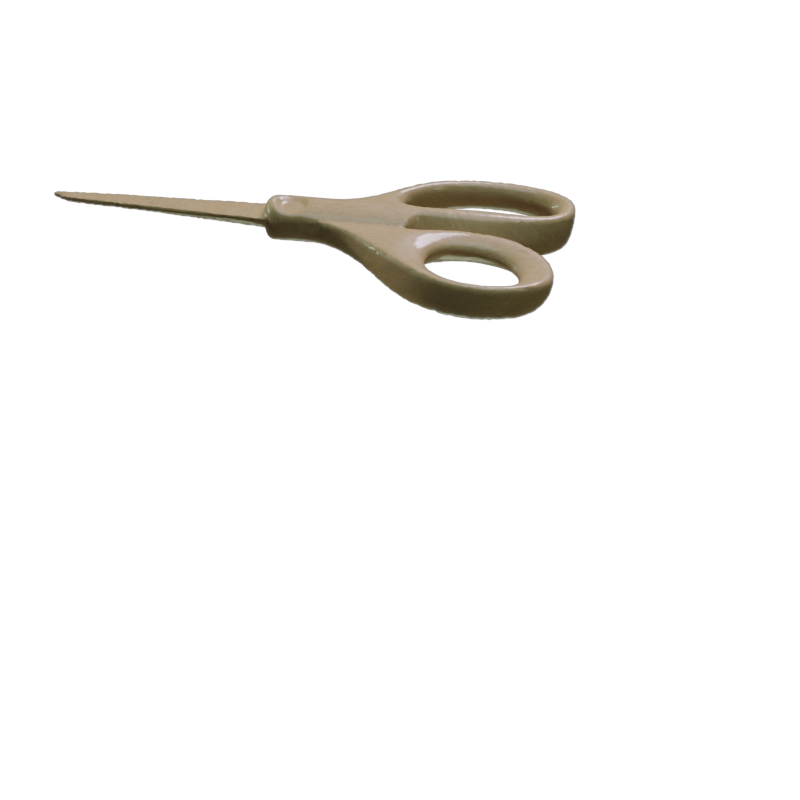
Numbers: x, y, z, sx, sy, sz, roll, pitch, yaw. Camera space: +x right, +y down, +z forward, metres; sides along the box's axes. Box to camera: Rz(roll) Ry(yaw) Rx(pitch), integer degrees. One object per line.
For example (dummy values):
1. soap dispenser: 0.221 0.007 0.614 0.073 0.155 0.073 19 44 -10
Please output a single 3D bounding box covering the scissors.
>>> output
1. scissors: -0.032 -0.058 0.409 0.201 0.015 0.103 -2 34 -4
